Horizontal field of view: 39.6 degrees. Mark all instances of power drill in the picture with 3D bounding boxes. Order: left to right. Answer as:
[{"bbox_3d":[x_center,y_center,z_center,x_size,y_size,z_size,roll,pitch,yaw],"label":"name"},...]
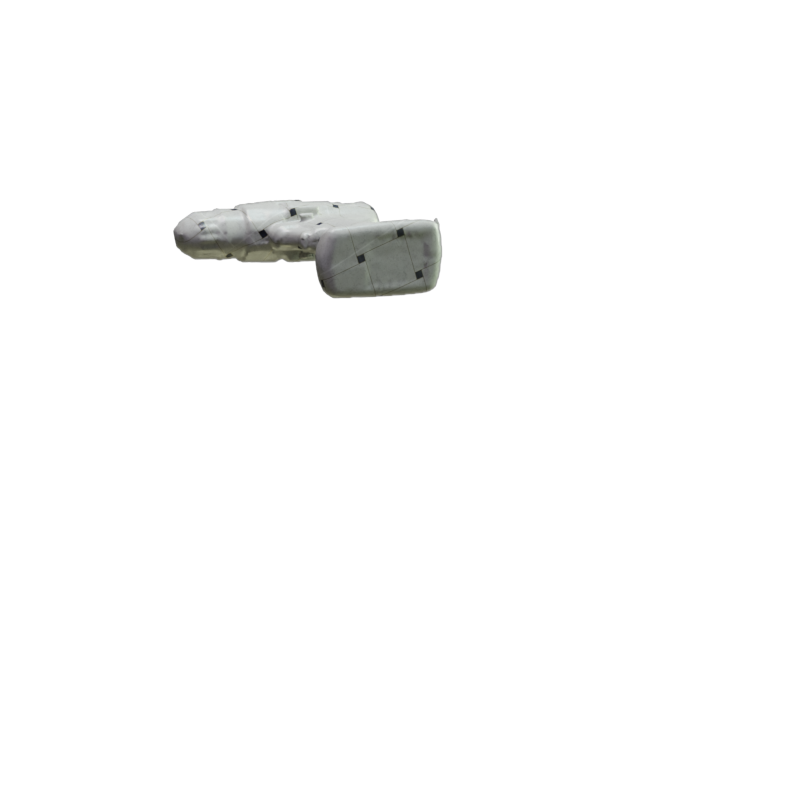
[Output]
[{"bbox_3d":[-0.069,-0.127,0.886,0.180,0.055,0.199,-9,20,-27],"label":"power drill"}]
